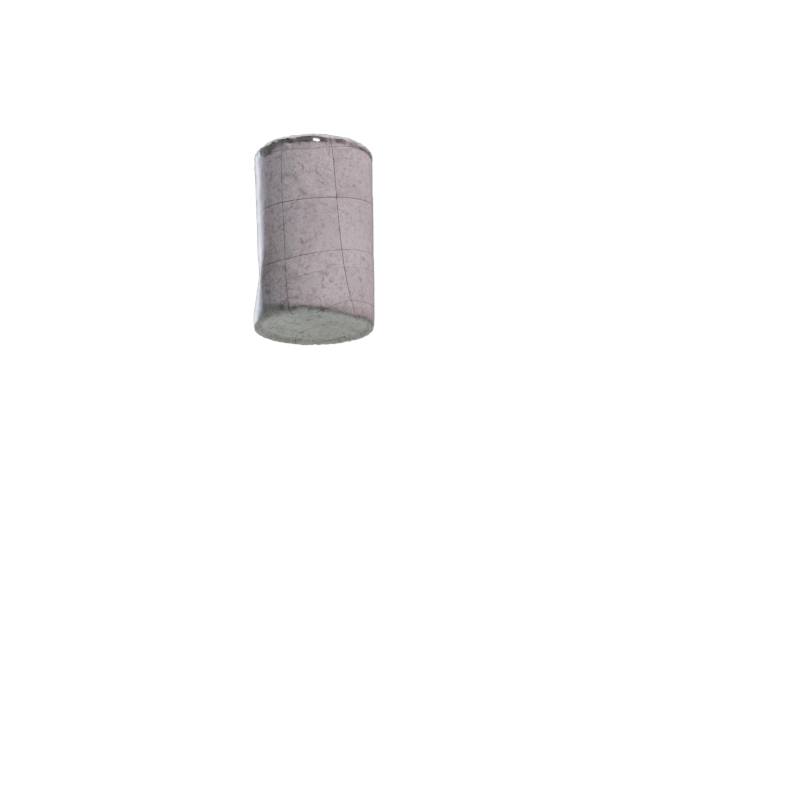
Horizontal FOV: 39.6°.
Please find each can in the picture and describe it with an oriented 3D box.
[{"bbox_3d":[-0.048,-0.088,0.617,0.068,0.107,0.066,0,-17,-2],"label":"can"}]
